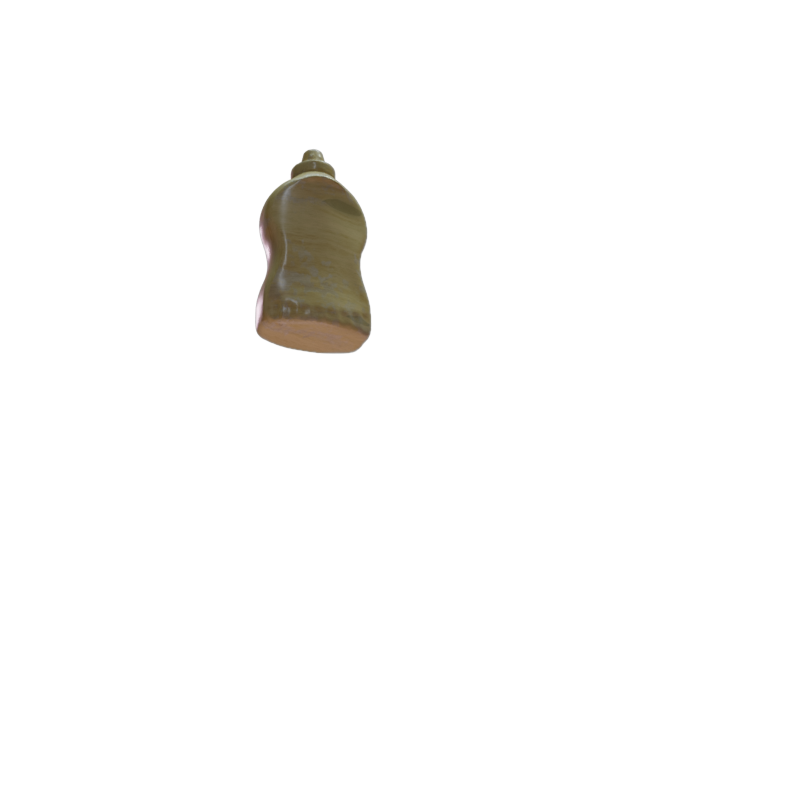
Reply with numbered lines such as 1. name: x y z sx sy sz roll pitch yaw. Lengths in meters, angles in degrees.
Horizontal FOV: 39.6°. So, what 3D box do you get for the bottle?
1. bottle: -0.076 -0.139 0.972 0.094 0.204 0.056 8 -31 -17
